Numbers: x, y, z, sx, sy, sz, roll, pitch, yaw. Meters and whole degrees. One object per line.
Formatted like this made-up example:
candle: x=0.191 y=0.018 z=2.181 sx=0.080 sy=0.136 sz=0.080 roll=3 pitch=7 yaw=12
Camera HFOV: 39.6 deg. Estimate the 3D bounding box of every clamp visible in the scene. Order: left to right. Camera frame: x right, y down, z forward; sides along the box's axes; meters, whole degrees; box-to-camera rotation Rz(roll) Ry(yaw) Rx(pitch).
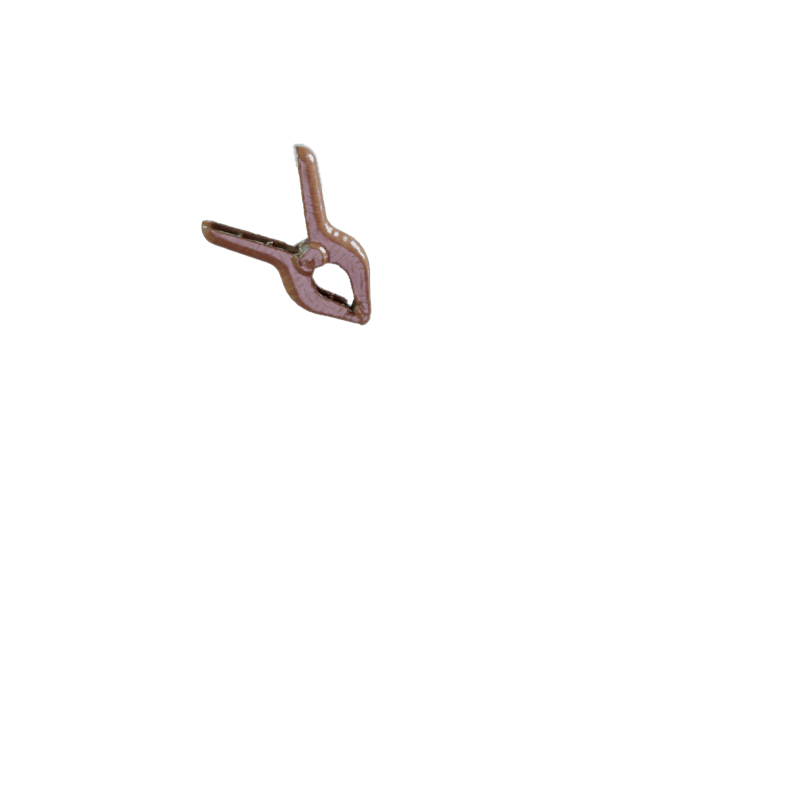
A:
clamp: x=-0.077 y=-0.140 z=0.983 sx=0.164 sy=0.118 sz=0.041 roll=39 pitch=21 yaw=-18
